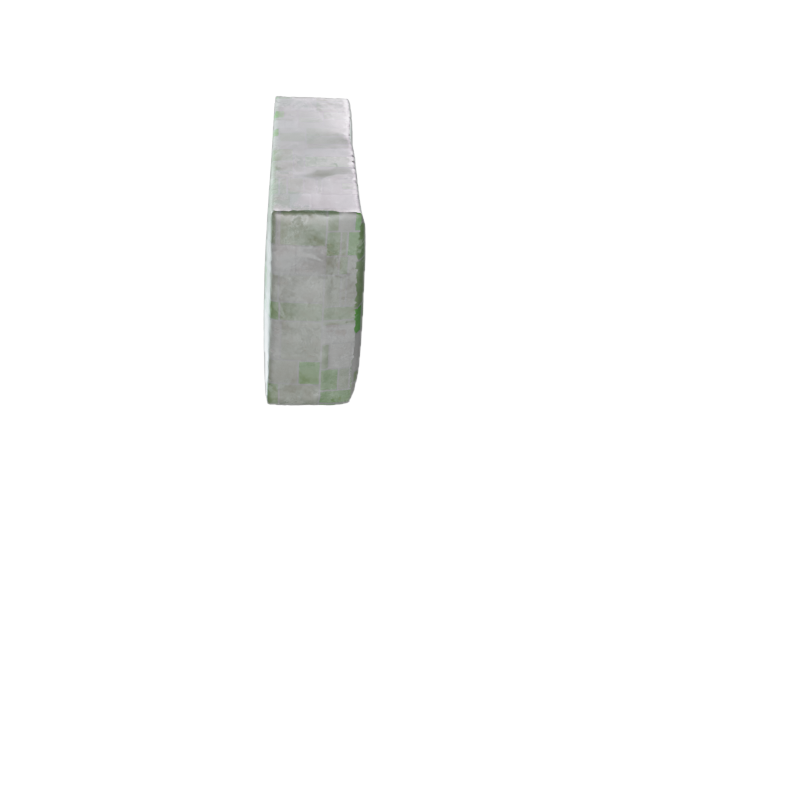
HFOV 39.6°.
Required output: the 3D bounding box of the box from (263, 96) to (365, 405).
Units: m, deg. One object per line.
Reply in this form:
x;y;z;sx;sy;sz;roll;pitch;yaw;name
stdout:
-0.068;-0.124;0.869;0.071;0.154;0.228;1;33;-5;box
